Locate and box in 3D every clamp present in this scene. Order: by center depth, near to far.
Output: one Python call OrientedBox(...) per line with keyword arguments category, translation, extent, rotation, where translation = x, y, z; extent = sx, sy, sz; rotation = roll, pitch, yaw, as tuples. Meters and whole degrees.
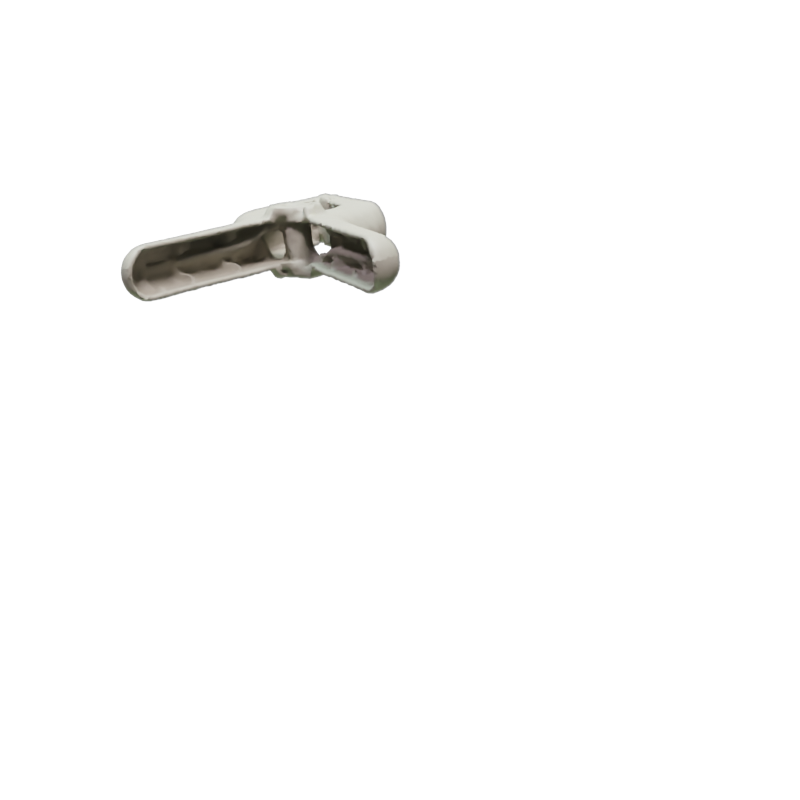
OrientedBox(category="clamp", translation=(-0.041, -0.076, 0.529), extent=(0.124, 0.038, 0.173), rotation=(7, 21, 17))
